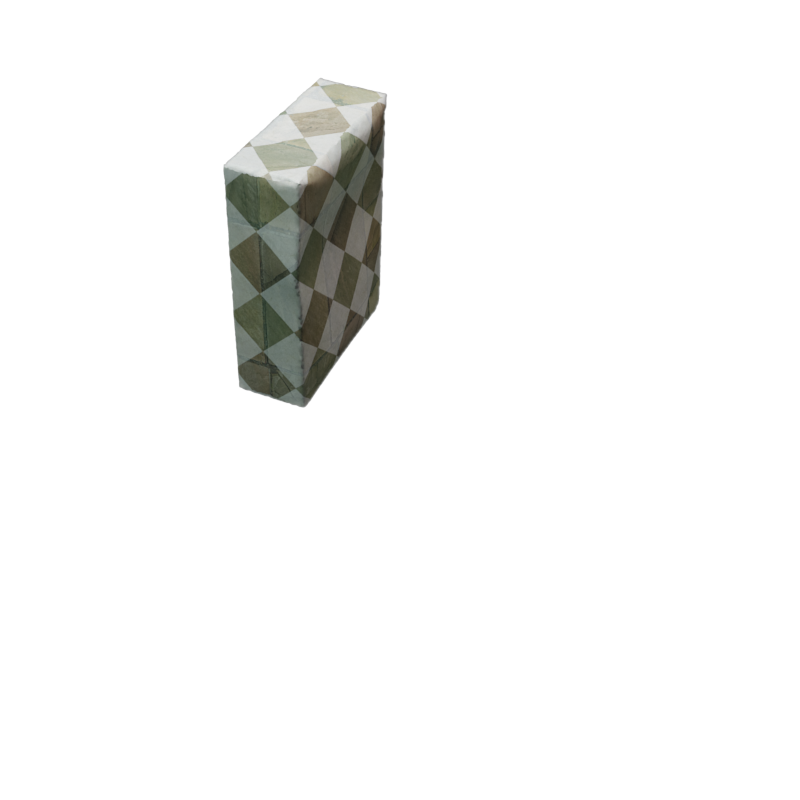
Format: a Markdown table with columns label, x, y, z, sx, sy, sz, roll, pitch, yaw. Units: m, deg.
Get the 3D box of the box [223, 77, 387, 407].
| label | x | y | z | sx | sy | sz | roll | pitch | yaw |
| --- | --- | --- | --- | --- | --- | --- | --- | --- | --- |
| box | -0.071 | -0.129 | 0.903 | 0.074 | 0.200 | 0.170 | 15 | 40 | 16 |
